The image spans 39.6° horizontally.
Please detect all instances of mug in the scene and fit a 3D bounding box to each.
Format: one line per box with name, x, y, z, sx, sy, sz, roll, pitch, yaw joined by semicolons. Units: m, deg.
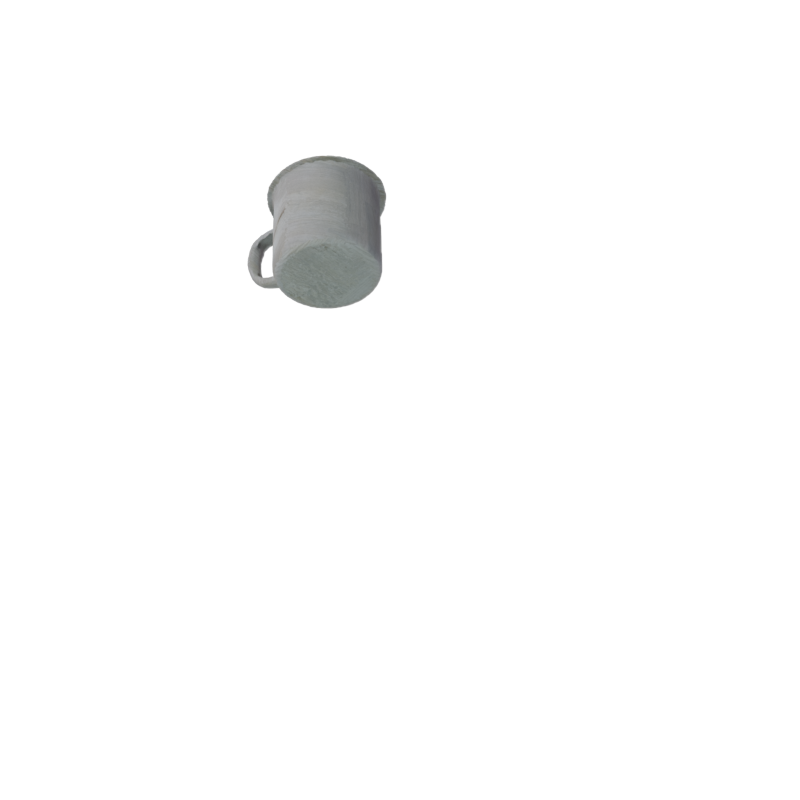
mug;-0.066;-0.120;0.843;0.118;0.087;0.086;-19;-42;21
